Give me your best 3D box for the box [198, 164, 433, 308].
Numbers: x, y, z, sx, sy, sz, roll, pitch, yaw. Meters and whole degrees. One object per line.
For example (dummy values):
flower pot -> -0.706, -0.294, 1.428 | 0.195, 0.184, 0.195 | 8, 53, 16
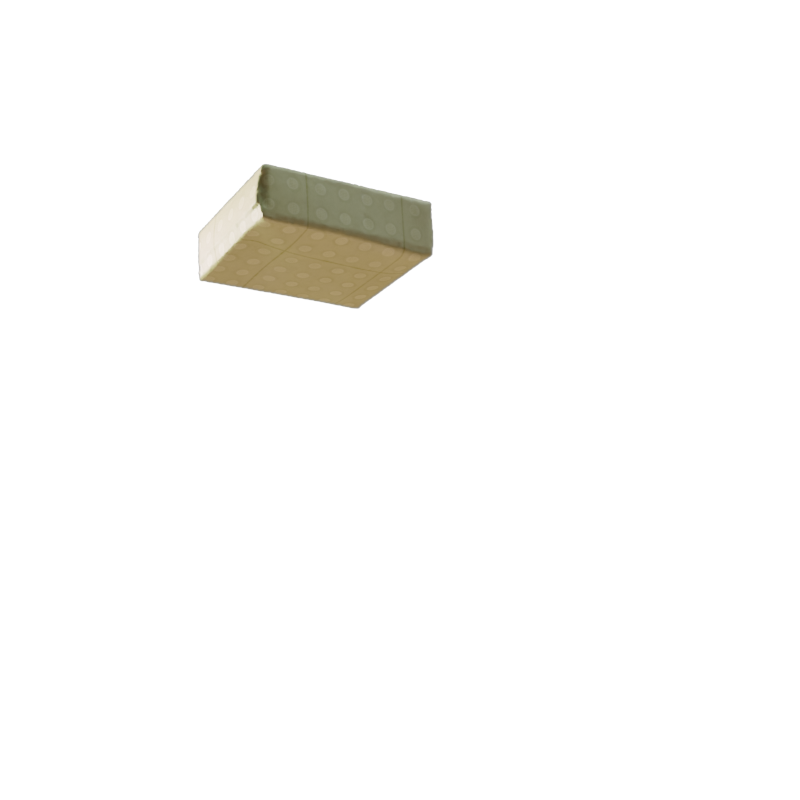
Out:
box -> -0.051, -0.093, 0.648 | 0.109, 0.041, 0.089 | 11, -23, -28
